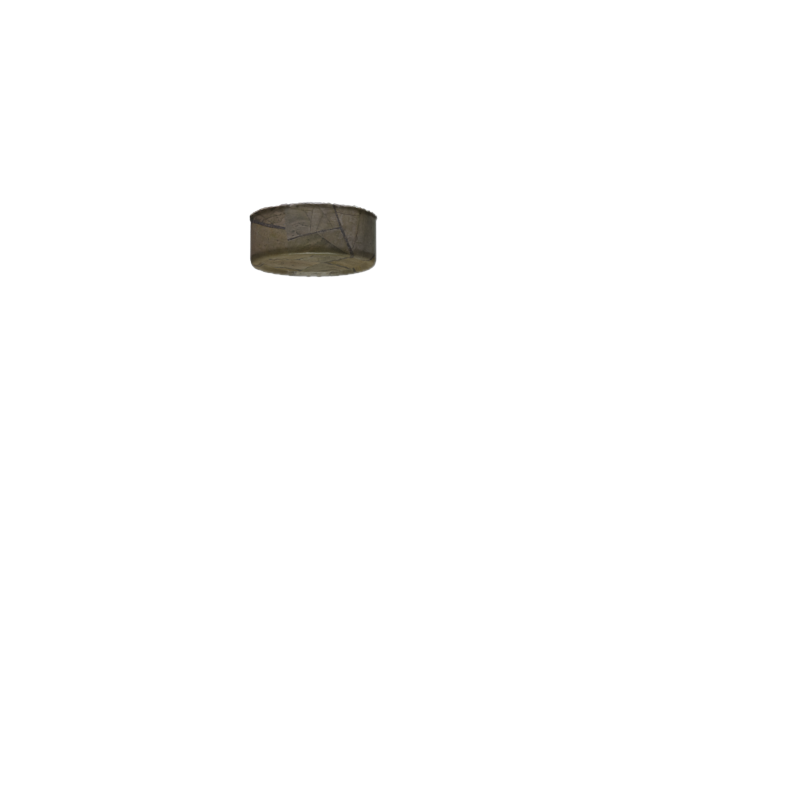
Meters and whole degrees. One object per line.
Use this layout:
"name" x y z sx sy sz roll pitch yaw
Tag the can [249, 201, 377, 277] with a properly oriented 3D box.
"can" -0.058 -0.106 0.741 0.086 0.034 0.084 0 -5 -2
